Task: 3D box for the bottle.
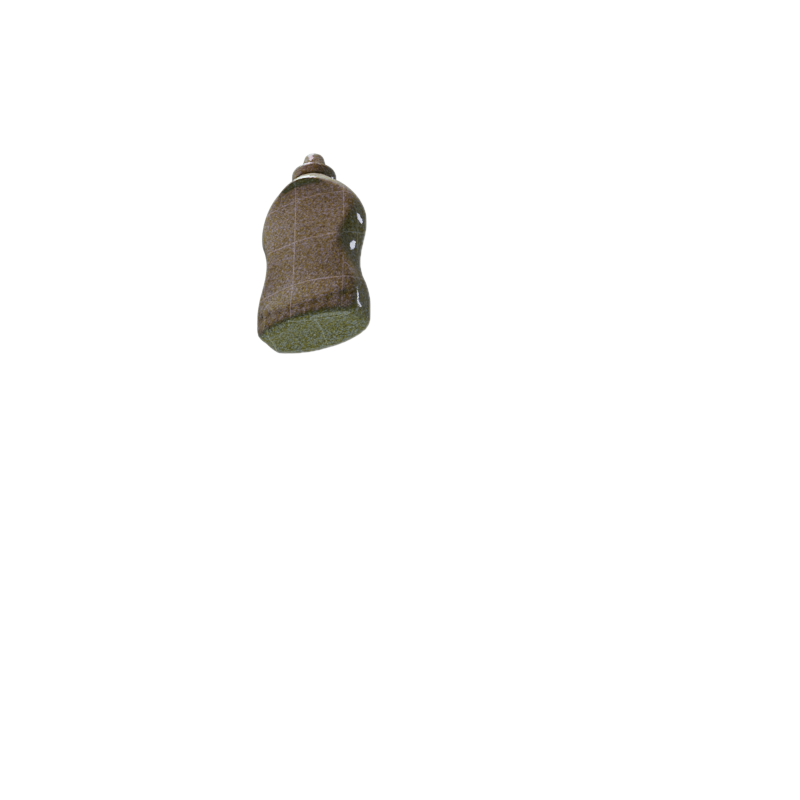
[{"bbox_3d":[-0.076,-0.139,0.976,0.097,0.205,0.054,-18,-36,23],"label":"bottle"}]
